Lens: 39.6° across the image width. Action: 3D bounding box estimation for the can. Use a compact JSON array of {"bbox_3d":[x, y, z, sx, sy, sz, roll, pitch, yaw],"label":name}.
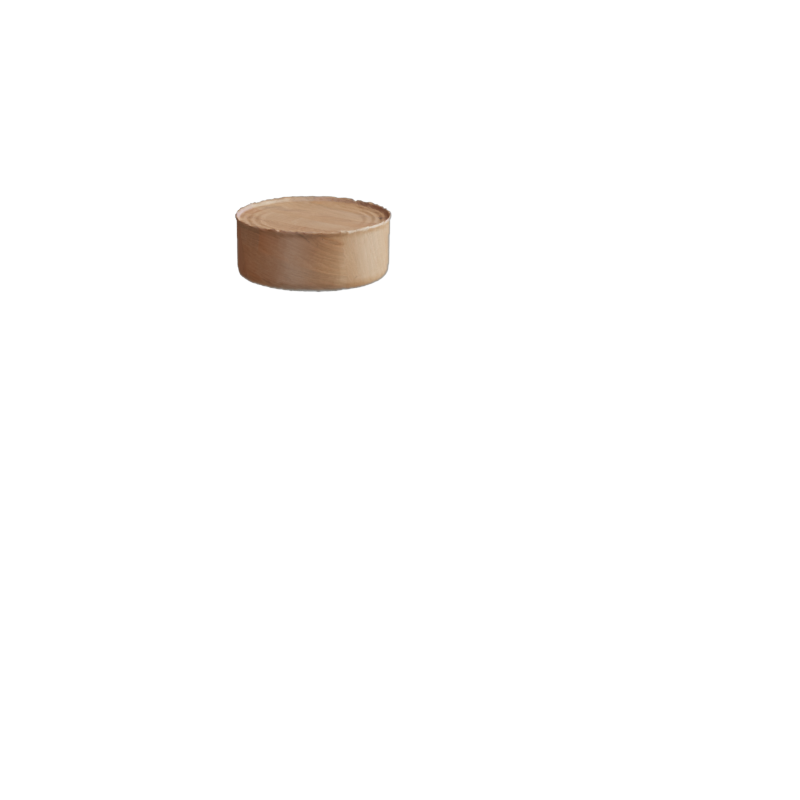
[{"bbox_3d":[-0.048,-0.087,0.613,0.086,0.032,0.090,-1,21,-2],"label":"can"}]
